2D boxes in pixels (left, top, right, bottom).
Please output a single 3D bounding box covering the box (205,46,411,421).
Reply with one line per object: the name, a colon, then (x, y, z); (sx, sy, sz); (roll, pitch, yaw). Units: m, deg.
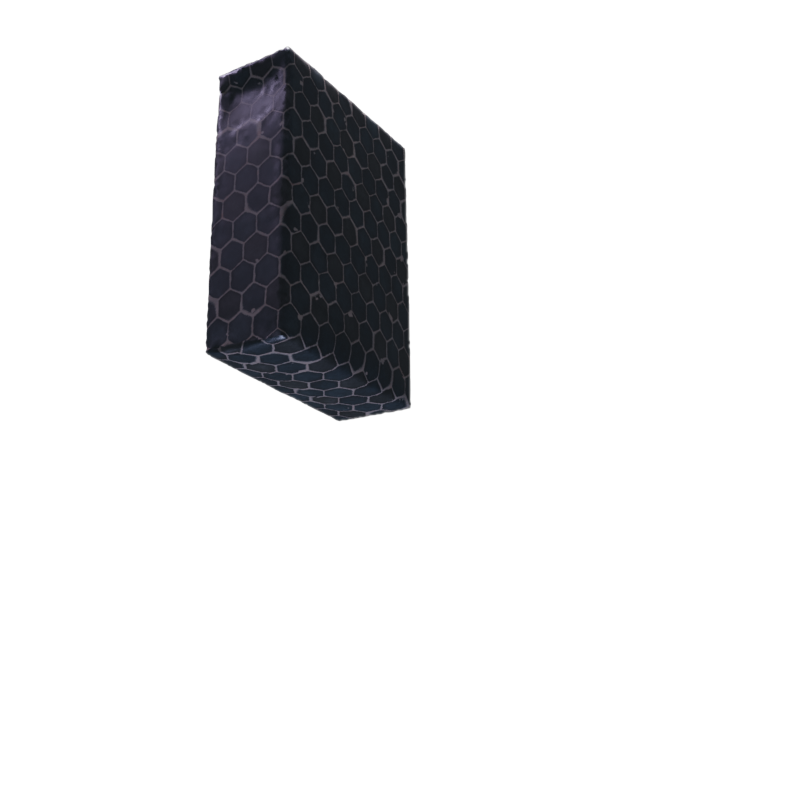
box: (-0.061, -0.111, 0.777); (0.073, 0.226, 0.153); (-15, -27, 28)
